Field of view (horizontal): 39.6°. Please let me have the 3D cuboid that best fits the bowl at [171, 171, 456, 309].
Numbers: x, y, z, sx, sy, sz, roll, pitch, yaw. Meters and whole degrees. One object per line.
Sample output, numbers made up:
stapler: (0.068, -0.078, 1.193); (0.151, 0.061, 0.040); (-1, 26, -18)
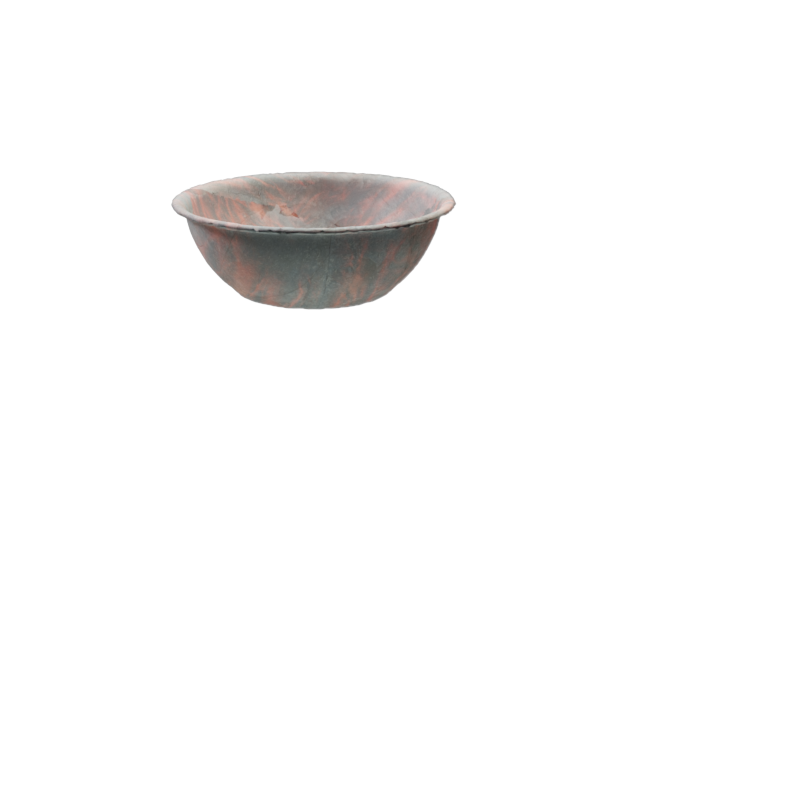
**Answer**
bowl: (-0.050, -0.092, 0.641); (0.162, 0.053, 0.169); (-1, 21, -2)
